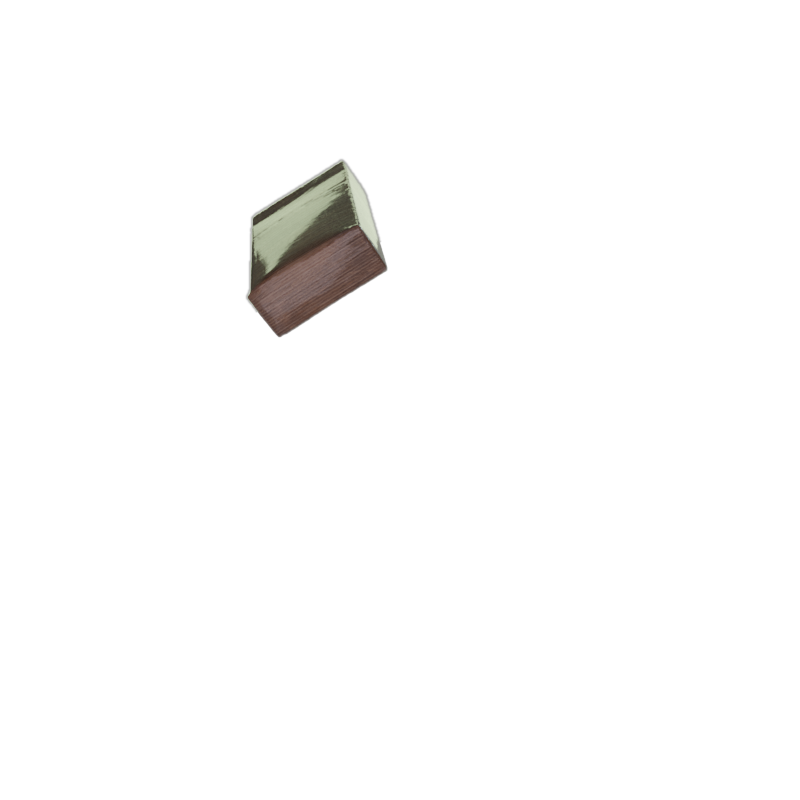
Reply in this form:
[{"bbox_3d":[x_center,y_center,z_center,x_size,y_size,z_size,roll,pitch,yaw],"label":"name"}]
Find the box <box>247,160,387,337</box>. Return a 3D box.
[{"bbox_3d":[-0.065,-0.118,0.830,0.093,0.046,0.185,-31,22,9],"label":"box"}]
